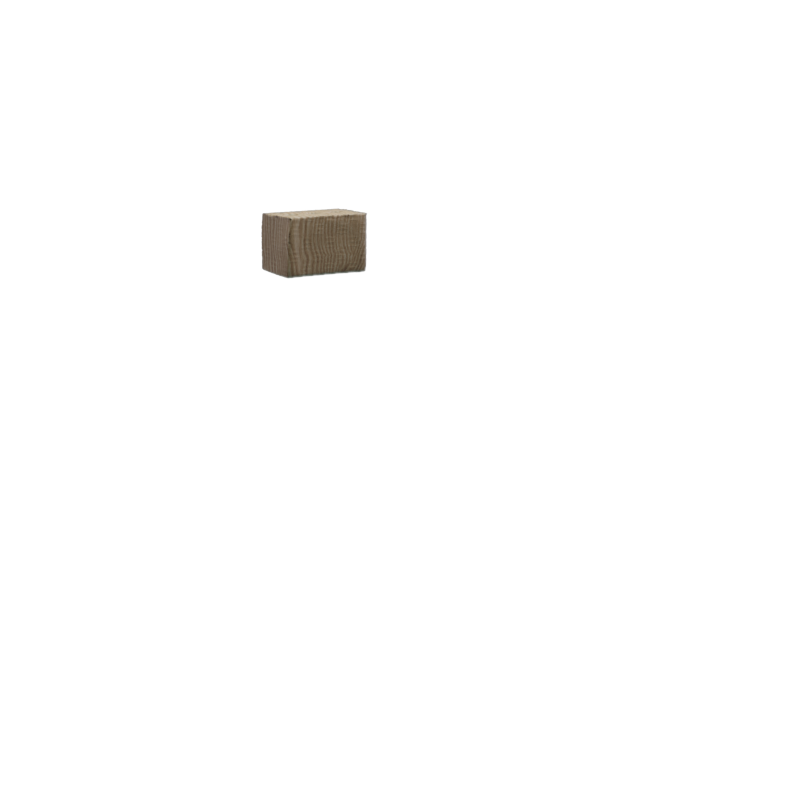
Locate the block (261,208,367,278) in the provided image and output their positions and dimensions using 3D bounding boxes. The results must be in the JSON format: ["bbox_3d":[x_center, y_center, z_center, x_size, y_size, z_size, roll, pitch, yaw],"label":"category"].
[{"bbox_3d":[-0.075,-0.136,0.954,0.076,0.050,0.056,-8,15,-31],"label":"block"}]
